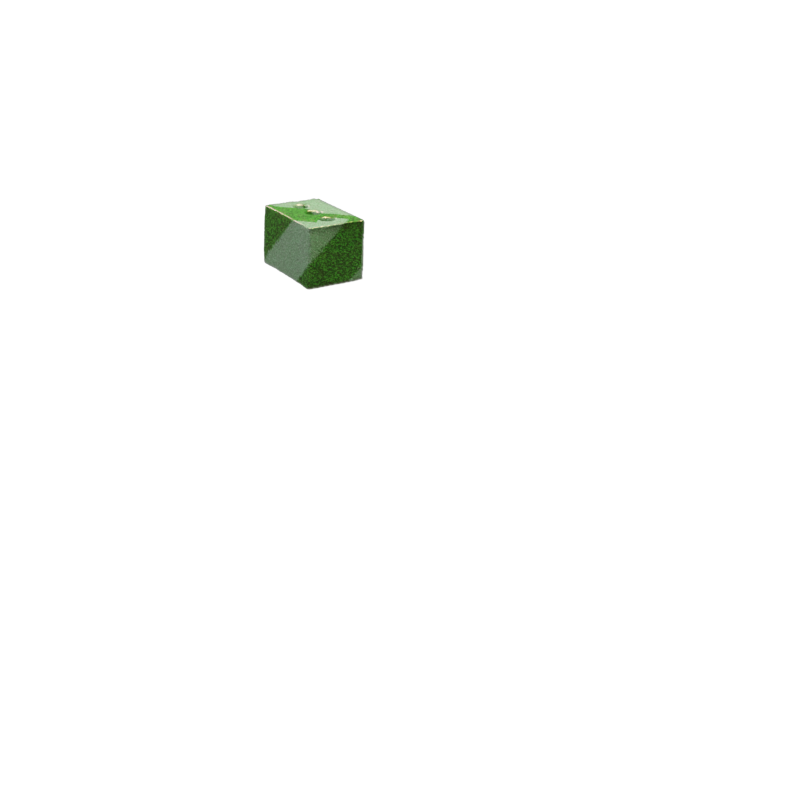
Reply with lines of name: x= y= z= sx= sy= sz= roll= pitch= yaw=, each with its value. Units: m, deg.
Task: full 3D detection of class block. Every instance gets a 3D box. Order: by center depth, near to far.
block: x=-0.070 y=-0.128 z=0.898 sx=0.052 sy=0.049 sz=0.083 roll=-12 pitch=26 yaw=-30
